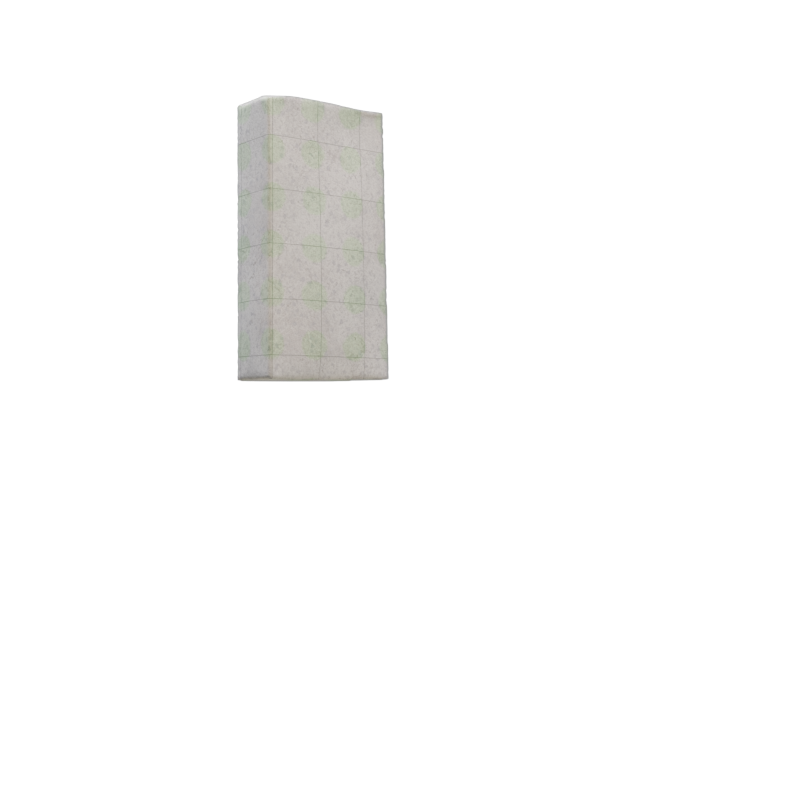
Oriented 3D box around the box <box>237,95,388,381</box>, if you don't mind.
[{"bbox_3d":[-0.055,-0.101,0.706,0.089,0.179,0.049,3,-7,-36],"label":"box"}]
